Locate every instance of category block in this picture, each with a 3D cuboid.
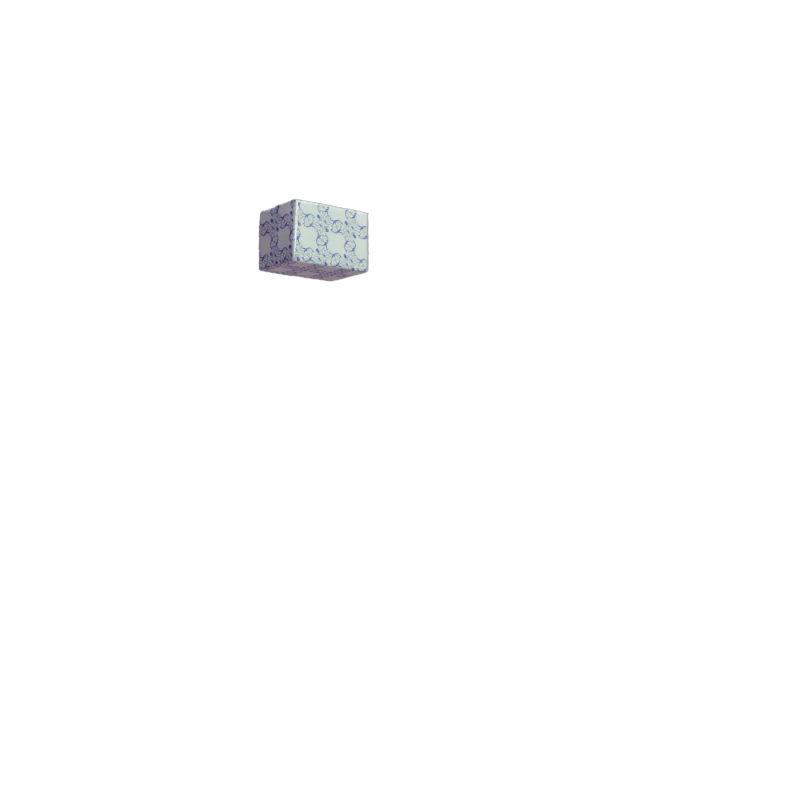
[{"bbox_3d":[-0.071,-0.130,0.912,0.074,0.053,0.054,6,-11,-38],"label":"block"}]
